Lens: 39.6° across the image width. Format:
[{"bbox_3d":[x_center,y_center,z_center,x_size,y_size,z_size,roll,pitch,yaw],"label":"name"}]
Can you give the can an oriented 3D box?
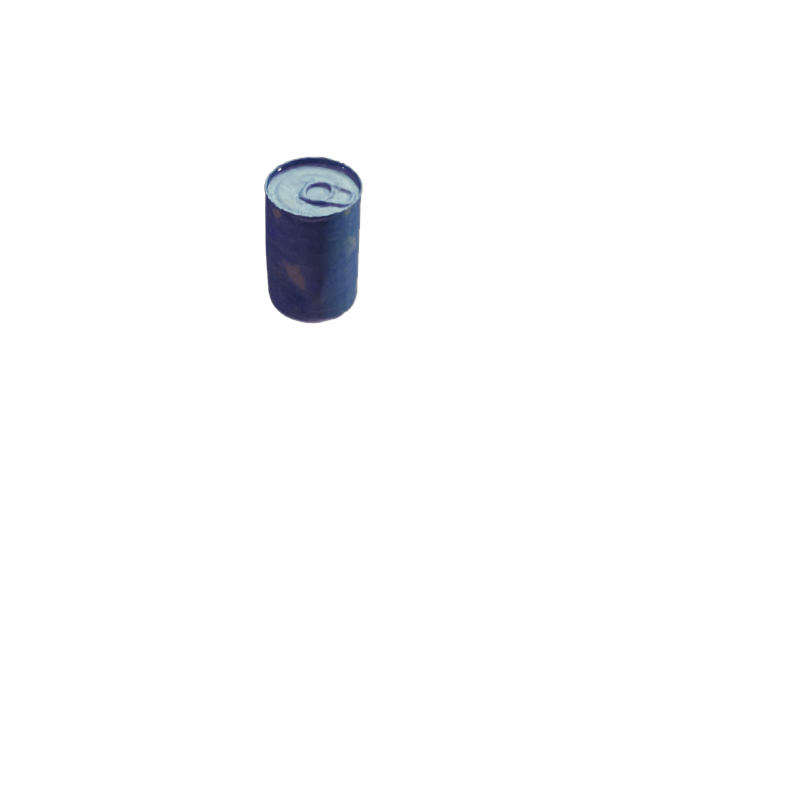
[{"bbox_3d":[-0.062,-0.113,0.794,0.068,0.095,0.074,0,44,-3],"label":"can"}]
